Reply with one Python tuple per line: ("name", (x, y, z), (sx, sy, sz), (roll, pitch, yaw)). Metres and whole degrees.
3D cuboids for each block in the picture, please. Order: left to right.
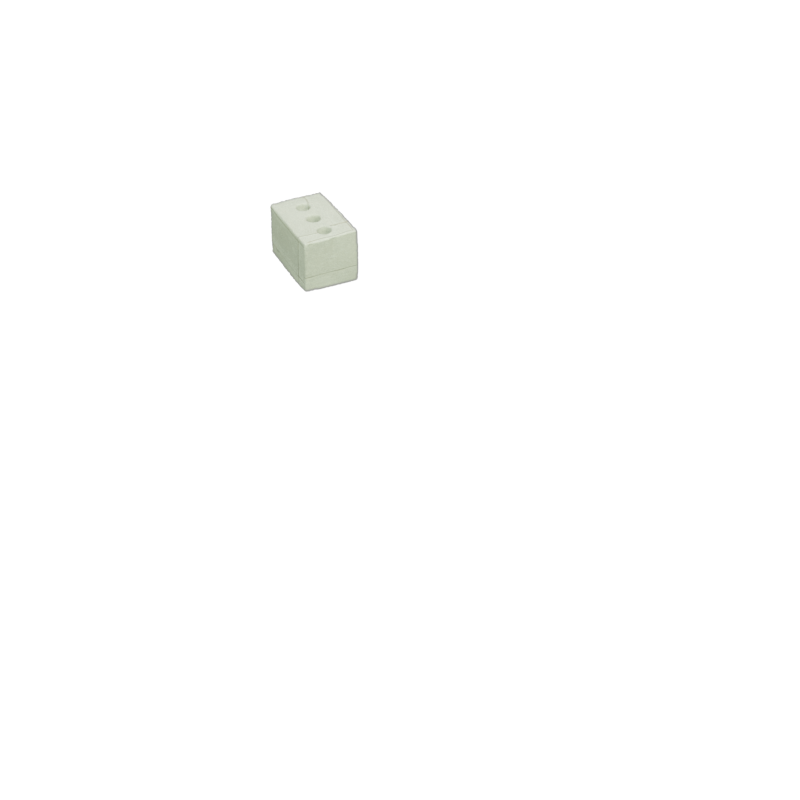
("block", (-0.078, -0.142, 0.993), (0.052, 0.048, 0.084), (-16, 40, -23))
